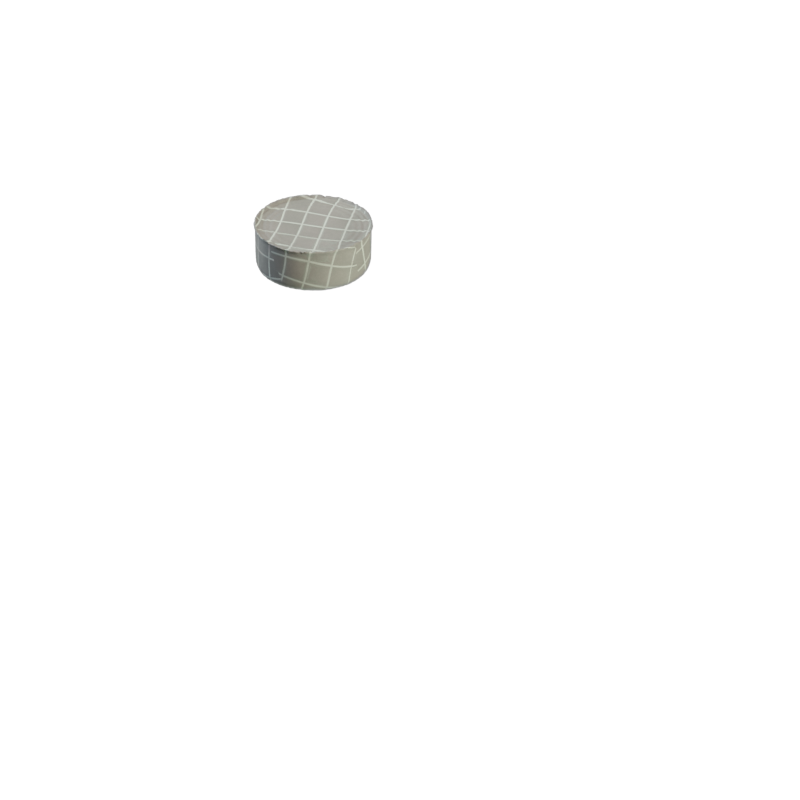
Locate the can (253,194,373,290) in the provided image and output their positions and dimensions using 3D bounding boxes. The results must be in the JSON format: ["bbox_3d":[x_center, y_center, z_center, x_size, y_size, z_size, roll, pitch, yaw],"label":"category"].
[{"bbox_3d":[-0.063,-0.115,0.804,0.086,0.031,0.092,-1,35,-2],"label":"can"}]
